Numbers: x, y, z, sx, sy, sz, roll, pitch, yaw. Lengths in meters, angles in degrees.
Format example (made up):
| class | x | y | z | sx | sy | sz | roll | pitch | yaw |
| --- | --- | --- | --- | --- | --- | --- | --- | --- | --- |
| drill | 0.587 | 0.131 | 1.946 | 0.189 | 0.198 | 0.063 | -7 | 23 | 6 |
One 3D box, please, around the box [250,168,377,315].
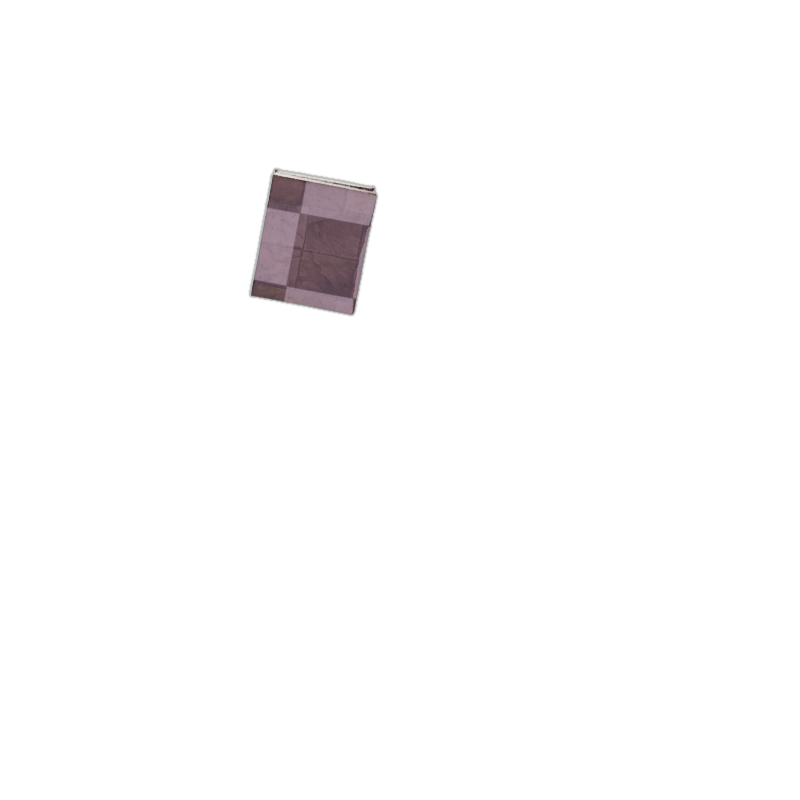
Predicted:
| class | x | y | z | sx | sy | sz | roll | pitch | yaw |
| --- | --- | --- | --- | --- | --- | --- | --- | --- | --- |
| box | -0.060 | -0.109 | 0.764 | 0.073 | 0.087 | 0.031 | 11 | 10 | -3 |
